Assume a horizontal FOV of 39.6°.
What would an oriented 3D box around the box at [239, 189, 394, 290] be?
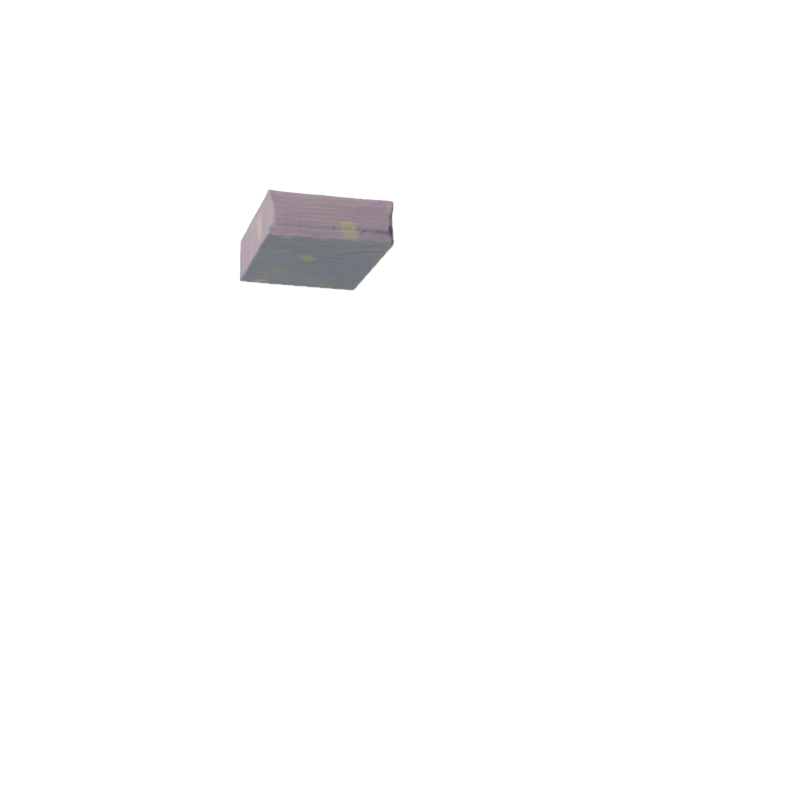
[{"bbox_3d":[-0.050,-0.092,0.646,0.072,0.031,0.088,4,-14,-15],"label":"box"}]
